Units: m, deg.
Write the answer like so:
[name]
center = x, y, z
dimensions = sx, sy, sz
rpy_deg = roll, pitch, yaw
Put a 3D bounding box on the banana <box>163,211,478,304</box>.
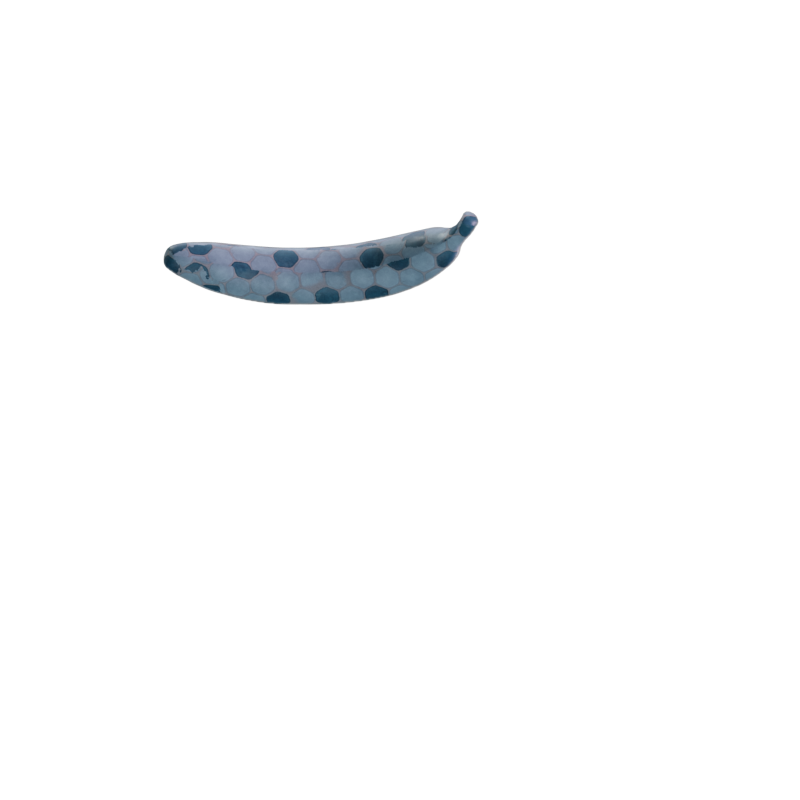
[banana]
center = -0.048, -0.089, 0.707
dimensions = 0.199, 0.039, 0.064
rpy_deg = -7, -40, 8
